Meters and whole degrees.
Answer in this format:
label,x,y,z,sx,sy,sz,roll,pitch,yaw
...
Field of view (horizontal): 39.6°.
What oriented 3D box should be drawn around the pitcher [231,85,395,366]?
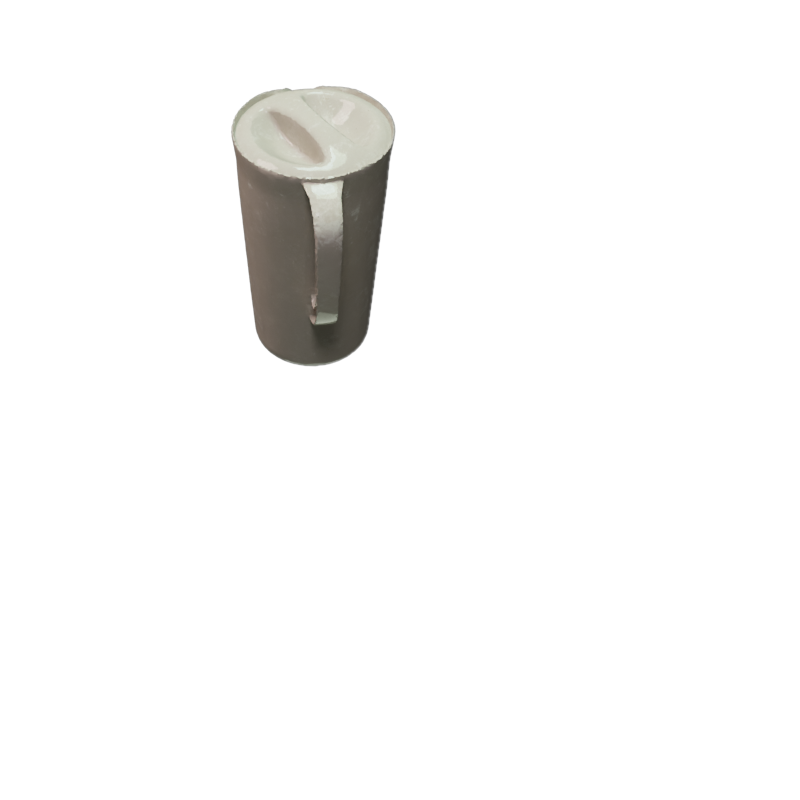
label,x,y,z,sx,sy,sz,roll,pitch,yaw
pitcher,-0.076,-0.138,0.966,0.152,0.226,0.152,28,50,22
